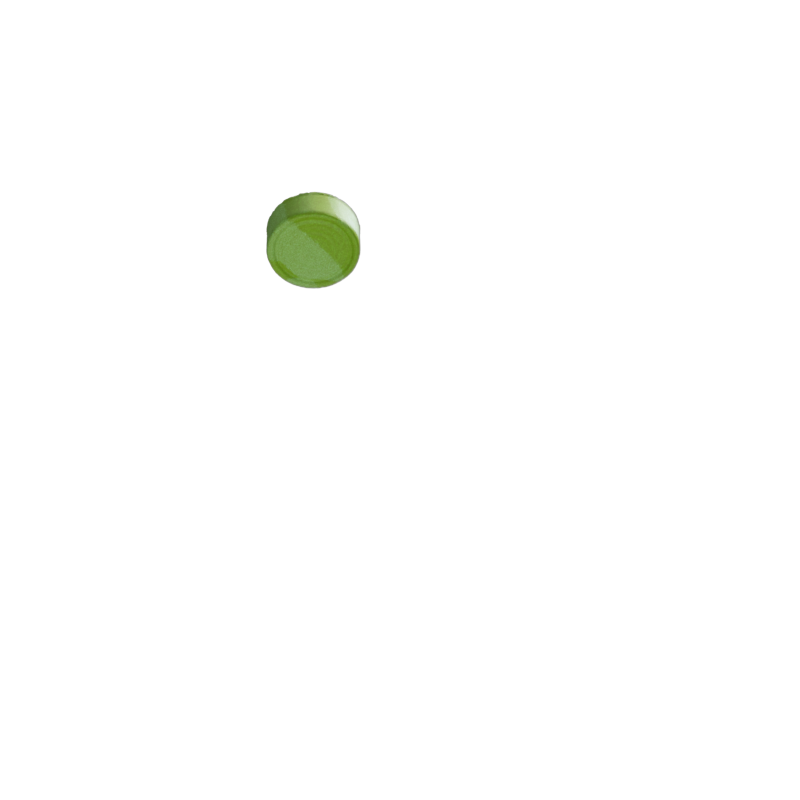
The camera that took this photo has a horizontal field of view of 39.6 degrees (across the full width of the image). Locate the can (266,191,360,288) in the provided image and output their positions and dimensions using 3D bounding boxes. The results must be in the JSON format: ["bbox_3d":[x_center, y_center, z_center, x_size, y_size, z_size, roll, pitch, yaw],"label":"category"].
[{"bbox_3d":[-0.078,-0.142,0.998,0.086,0.080,0.036,1,38,-1],"label":"can"}]
